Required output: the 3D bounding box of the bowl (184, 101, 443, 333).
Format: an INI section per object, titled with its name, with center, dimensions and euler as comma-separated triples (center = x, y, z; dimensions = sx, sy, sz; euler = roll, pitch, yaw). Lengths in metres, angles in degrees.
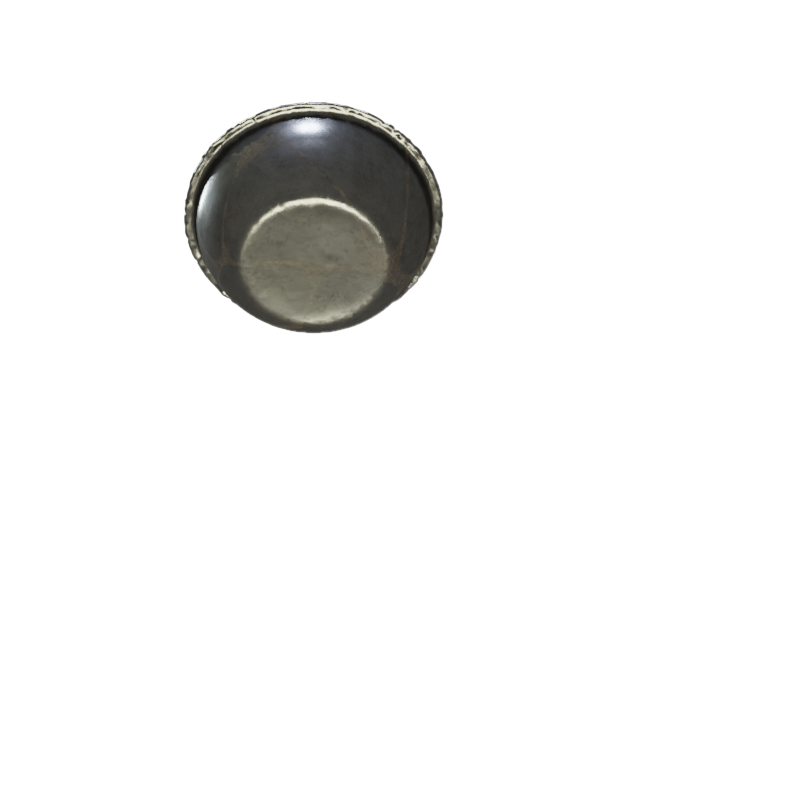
[bowl]
center = -0.053, -0.096, 0.671
dimensions = 0.162, 0.152, 0.059
euler = 1, 34, -1
